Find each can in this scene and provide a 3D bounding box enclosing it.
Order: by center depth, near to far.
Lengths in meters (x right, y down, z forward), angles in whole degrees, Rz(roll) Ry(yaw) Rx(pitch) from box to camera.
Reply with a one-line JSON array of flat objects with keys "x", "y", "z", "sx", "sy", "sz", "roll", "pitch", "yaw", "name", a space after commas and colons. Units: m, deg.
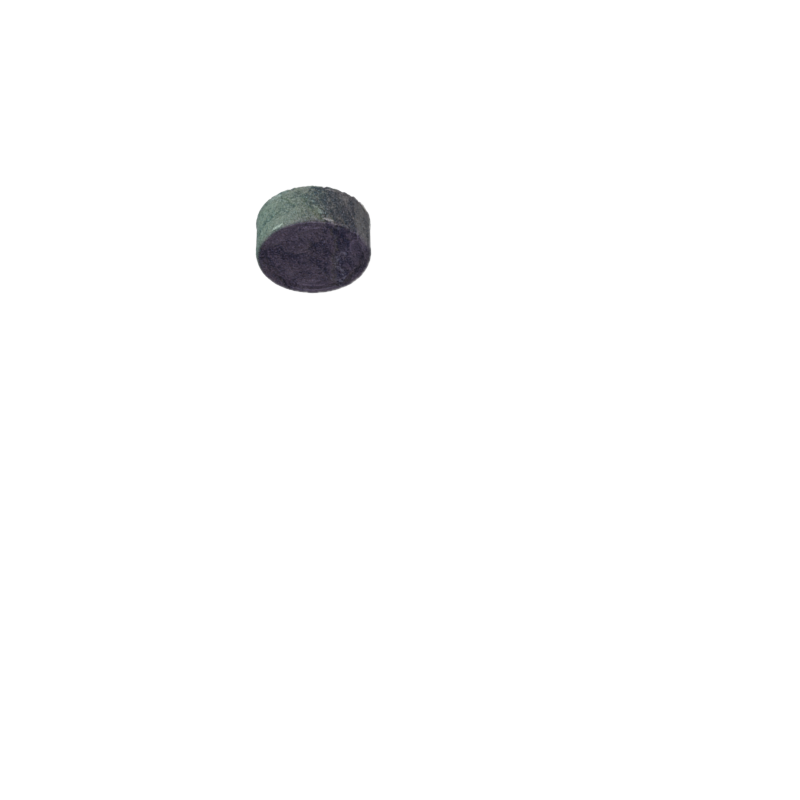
[{"x": -0.064, "y": -0.117, "z": 0.818, "sx": 0.086, "sy": 0.036, "sz": 0.080, "roll": 1, "pitch": -36, "yaw": -2, "name": "can"}]
